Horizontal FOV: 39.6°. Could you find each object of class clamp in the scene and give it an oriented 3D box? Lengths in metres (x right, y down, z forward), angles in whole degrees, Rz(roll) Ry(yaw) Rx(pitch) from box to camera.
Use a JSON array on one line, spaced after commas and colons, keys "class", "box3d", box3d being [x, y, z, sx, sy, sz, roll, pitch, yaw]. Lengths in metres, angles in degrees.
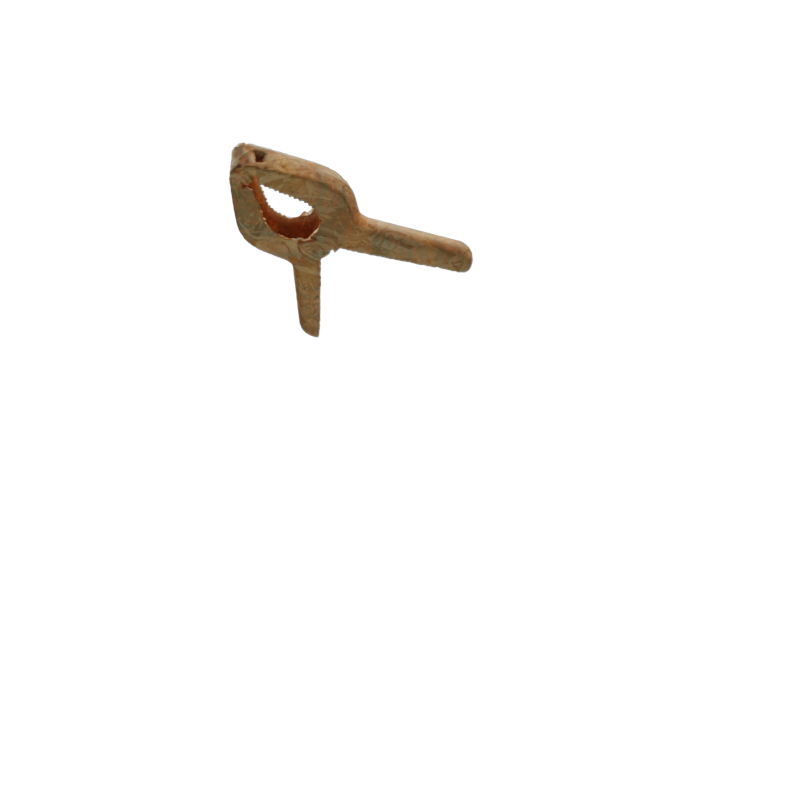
[{"class": "clamp", "box3d": [-0.068, -0.124, 0.870, 0.164, 0.039, 0.196, -29, -46, 32]}]
